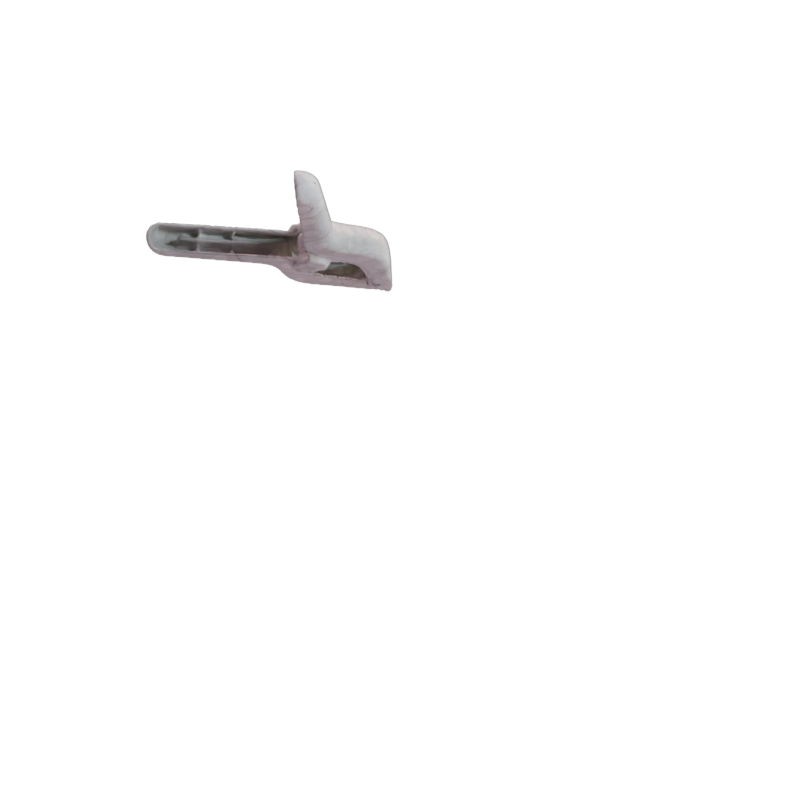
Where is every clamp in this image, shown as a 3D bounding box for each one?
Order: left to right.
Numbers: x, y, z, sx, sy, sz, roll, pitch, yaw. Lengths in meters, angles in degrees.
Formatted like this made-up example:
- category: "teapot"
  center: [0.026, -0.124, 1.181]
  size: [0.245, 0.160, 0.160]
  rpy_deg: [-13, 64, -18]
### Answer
- category: "clamp"
  center: [-0.068, -0.123, 0.863]
  size: [0.199, 0.038, 0.167]
  rpy_deg: [12, -18, -43]
